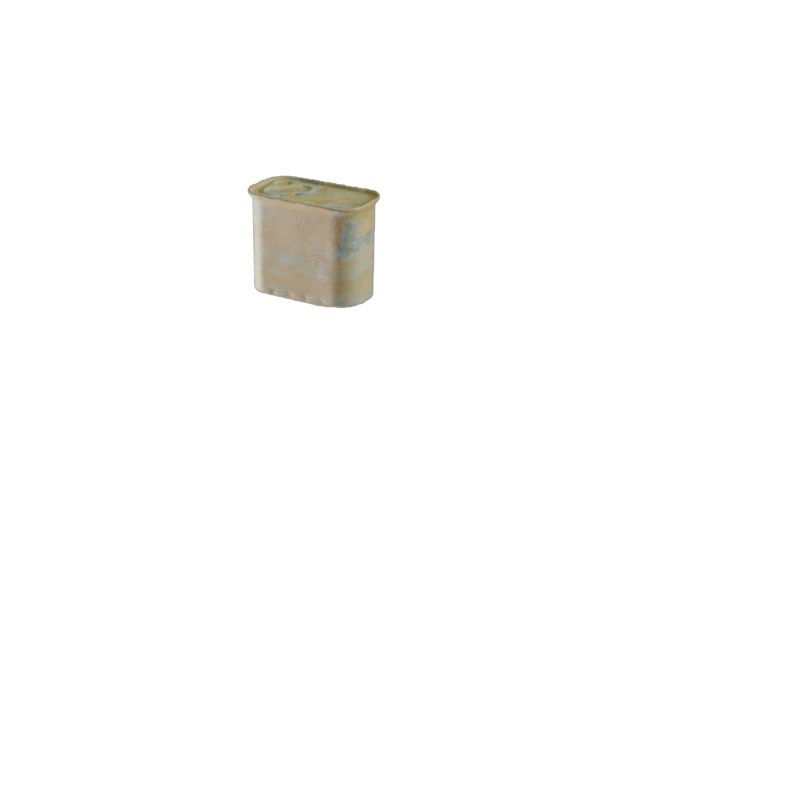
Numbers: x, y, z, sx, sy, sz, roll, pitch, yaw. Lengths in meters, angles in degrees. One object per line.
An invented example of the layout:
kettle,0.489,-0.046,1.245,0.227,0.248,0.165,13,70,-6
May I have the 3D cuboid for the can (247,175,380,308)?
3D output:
can,-0.068,-0.124,0.871,0.106,0.080,0.058,14,26,27
